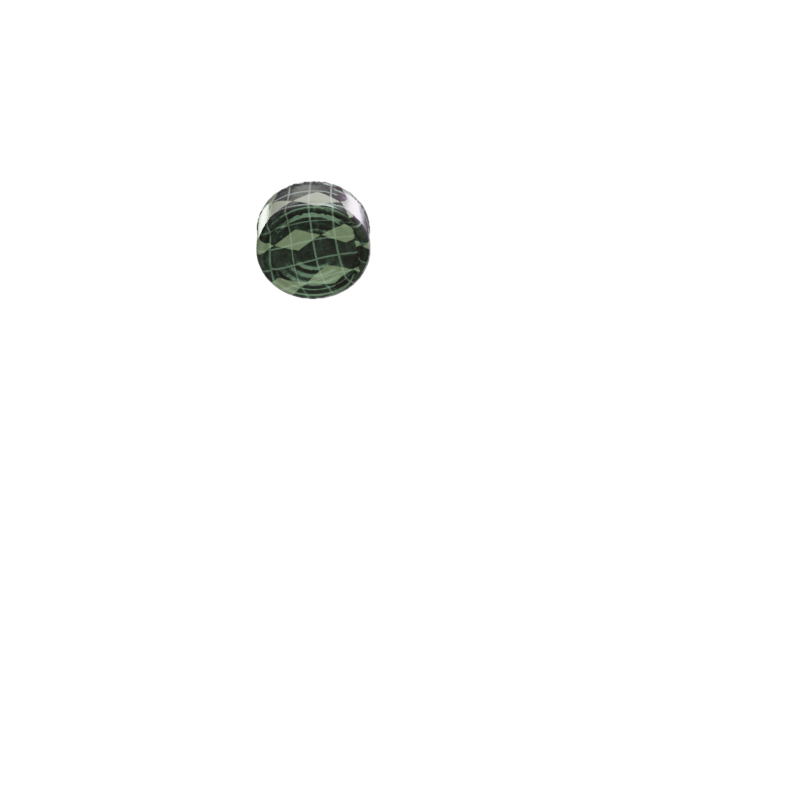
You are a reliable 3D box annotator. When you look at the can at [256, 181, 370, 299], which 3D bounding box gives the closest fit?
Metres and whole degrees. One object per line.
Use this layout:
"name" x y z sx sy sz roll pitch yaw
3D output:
"can" -0.065 -0.118 0.825 0.086 0.080 0.036 1 36 -1
